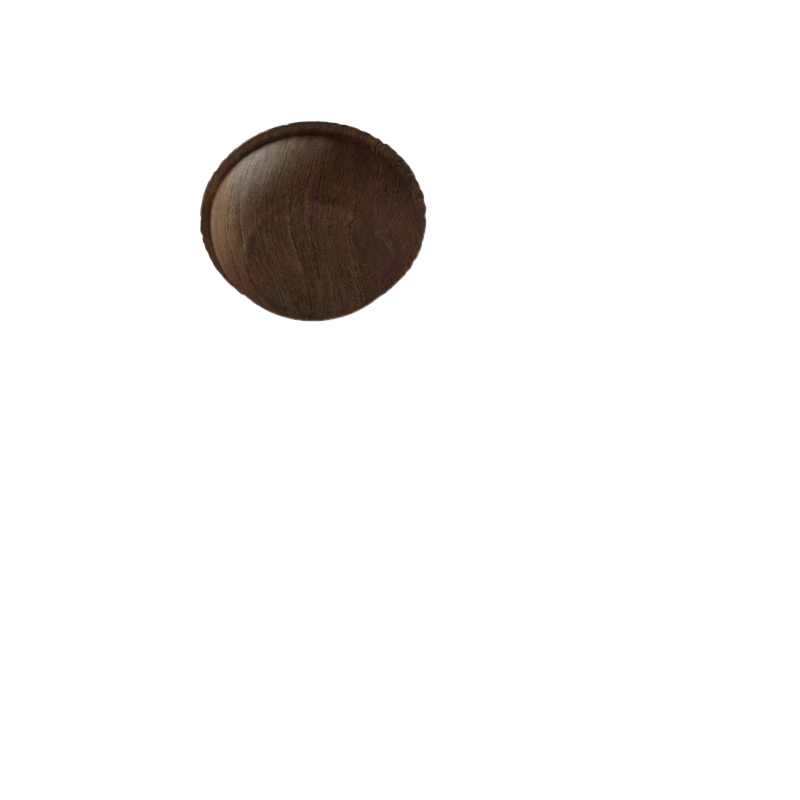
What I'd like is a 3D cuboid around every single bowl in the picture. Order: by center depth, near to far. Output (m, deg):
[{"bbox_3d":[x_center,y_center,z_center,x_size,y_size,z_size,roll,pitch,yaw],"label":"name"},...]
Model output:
[{"bbox_3d":[-0.060,-0.110,0.770,0.162,0.152,0.059,1,34,-1],"label":"bowl"}]
